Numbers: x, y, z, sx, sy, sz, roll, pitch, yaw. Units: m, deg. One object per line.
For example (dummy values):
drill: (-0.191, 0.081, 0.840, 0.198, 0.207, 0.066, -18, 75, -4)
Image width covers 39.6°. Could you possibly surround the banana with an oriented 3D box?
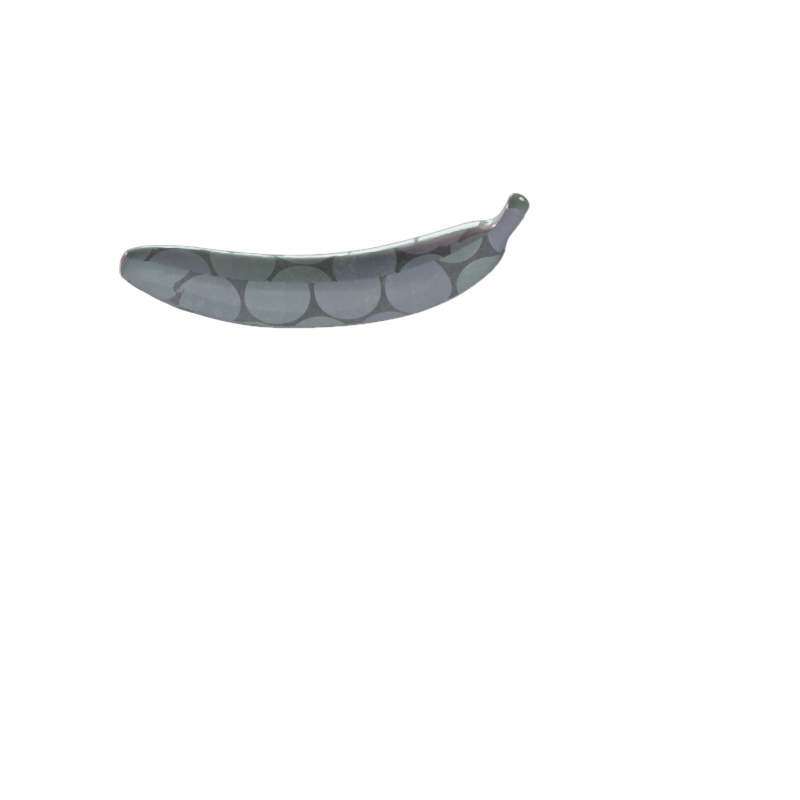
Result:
banana: (-0.035, -0.064, 0.545, 0.199, 0.064, 0.039, -8, 42, 7)
